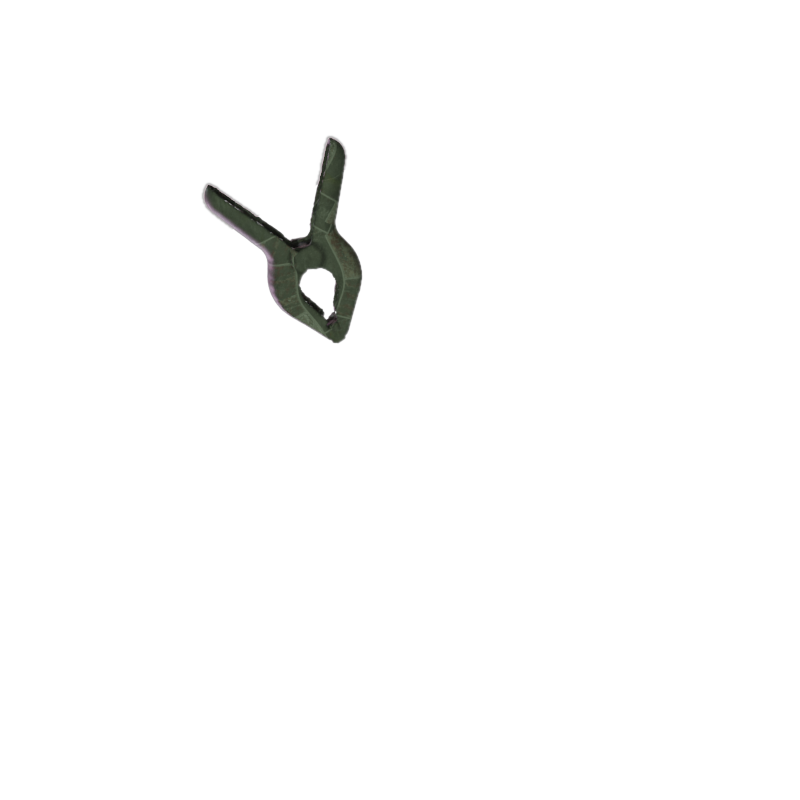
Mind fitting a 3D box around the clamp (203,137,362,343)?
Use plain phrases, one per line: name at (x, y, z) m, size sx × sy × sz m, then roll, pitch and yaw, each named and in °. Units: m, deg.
clamp at (-0.072, -0.131, 0.921) m, size 0.120 × 0.163 × 0.041 m, roll -27°, pitch 21°, yaw 11°
